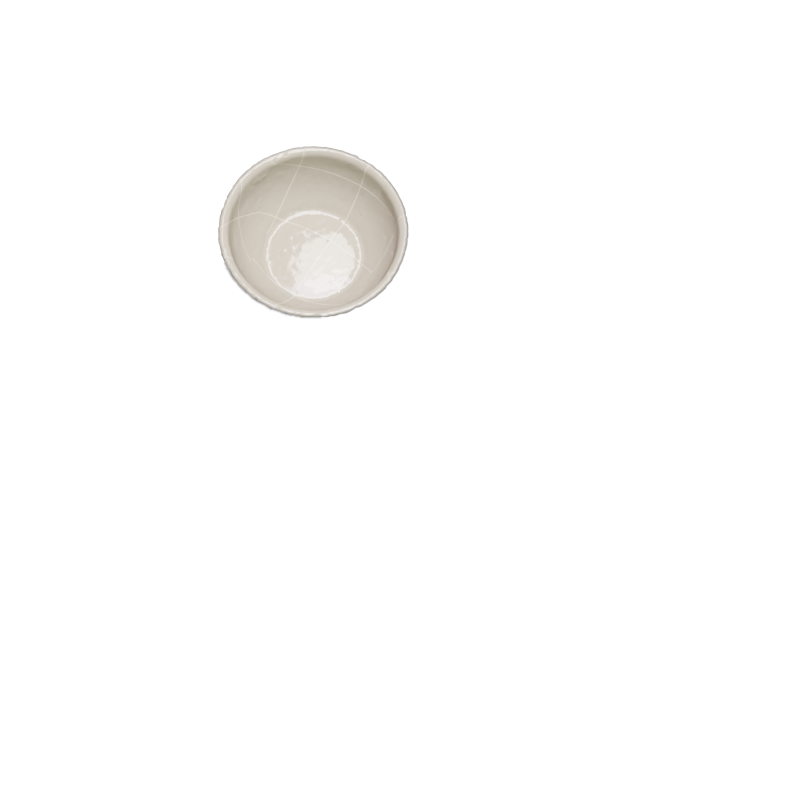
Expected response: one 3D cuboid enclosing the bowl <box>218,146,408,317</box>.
[{"bbox_3d":[-0.075,-0.137,0.962,0.162,0.171,0.052,-1,-24,-1],"label":"bowl"}]
